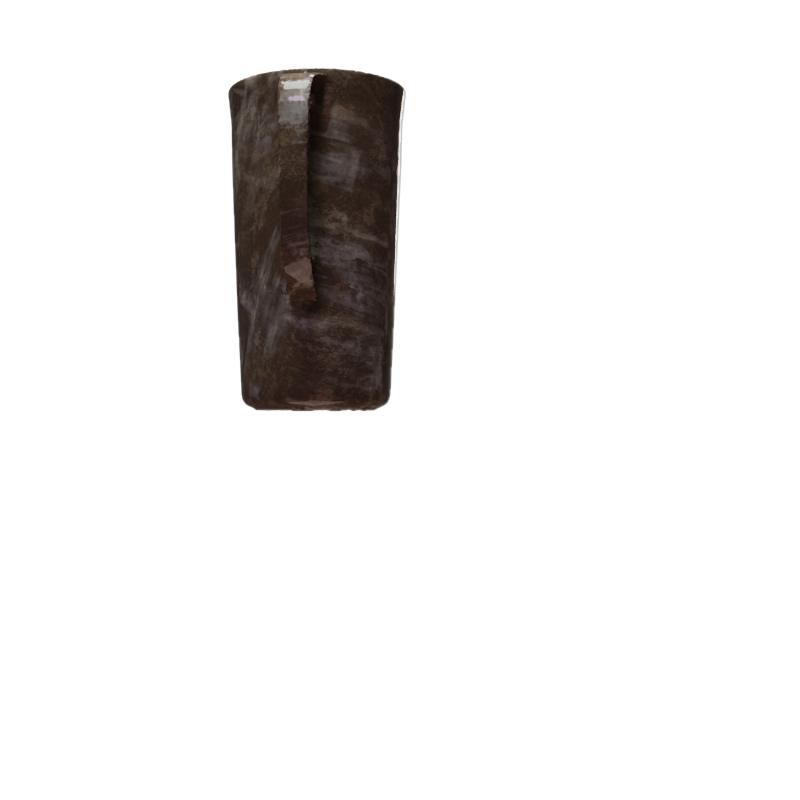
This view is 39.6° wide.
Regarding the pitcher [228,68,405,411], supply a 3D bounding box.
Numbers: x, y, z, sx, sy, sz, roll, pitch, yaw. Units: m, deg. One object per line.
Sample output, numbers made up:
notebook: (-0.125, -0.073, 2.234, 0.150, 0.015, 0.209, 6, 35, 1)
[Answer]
pitcher: (-0.063, -0.115, 0.808, 0.142, 0.248, 0.149, 5, -9, -40)
